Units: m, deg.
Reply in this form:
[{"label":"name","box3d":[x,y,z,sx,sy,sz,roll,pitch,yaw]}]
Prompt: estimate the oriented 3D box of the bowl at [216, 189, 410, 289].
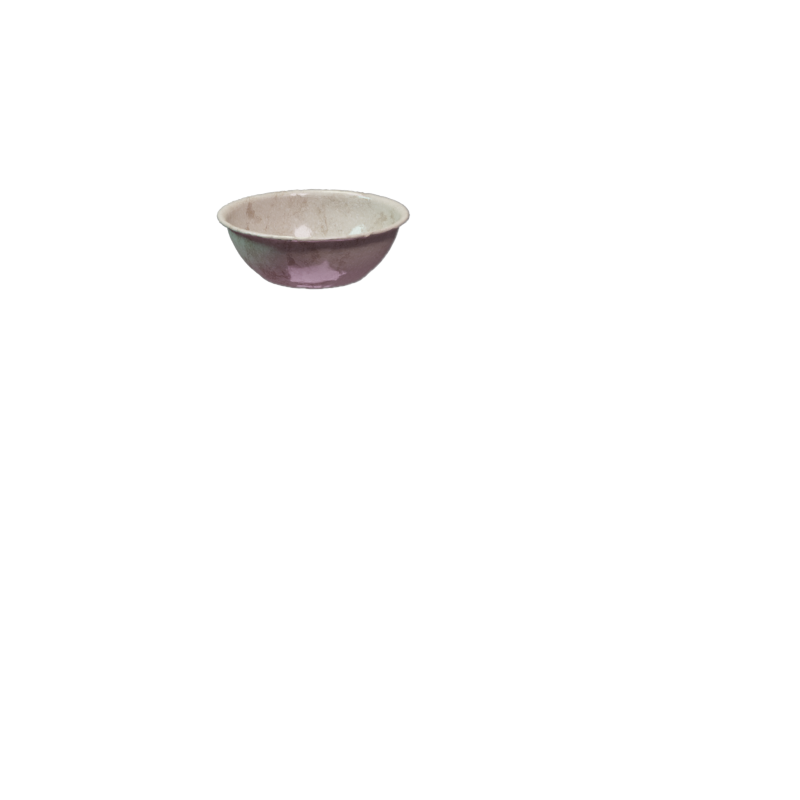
[{"label":"bowl","box3d":[-0.073,-0.133,0.932,0.162,0.053,0.170,-1,23,-2]}]
